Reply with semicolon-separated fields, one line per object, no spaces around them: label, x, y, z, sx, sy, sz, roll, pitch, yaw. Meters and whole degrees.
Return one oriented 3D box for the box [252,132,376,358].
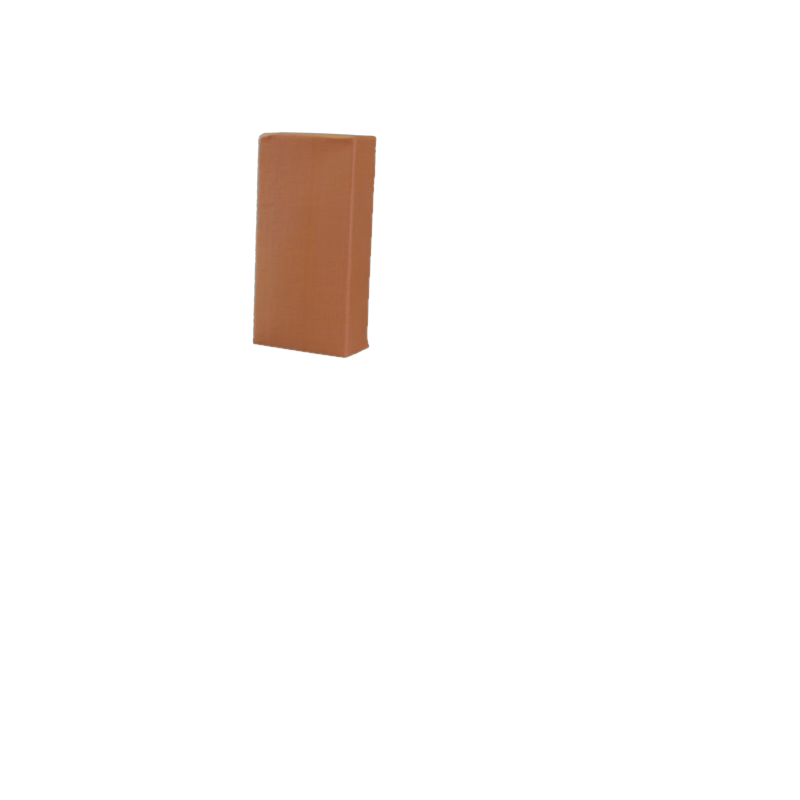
box;-0.071;-0.129;0.903;0.097;0.173;0.047;6;10;28
